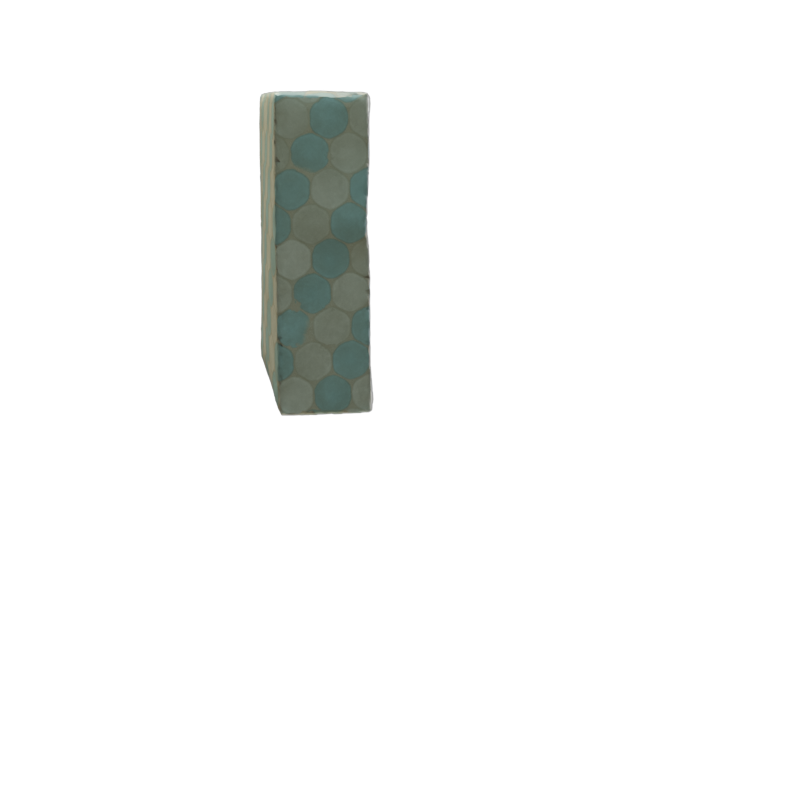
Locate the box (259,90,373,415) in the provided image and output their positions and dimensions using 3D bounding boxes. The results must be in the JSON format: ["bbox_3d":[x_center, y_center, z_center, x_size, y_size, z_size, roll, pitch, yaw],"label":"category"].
[{"bbox_3d":[-0.062,-0.114,0.798,0.071,0.210,0.170,-1,10,-10],"label":"box"}]
